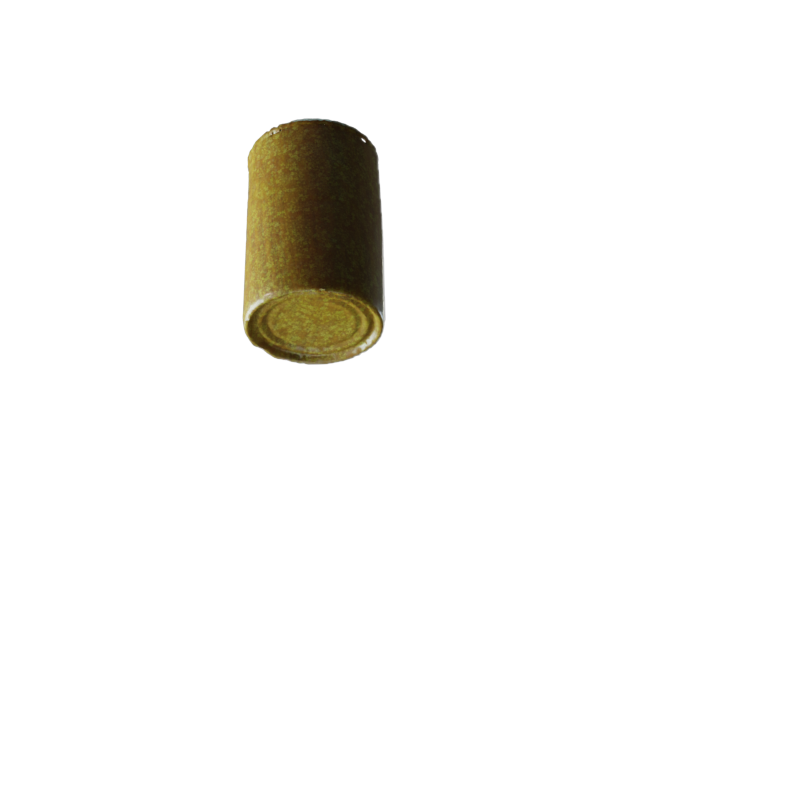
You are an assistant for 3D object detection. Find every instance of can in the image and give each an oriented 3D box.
[{"bbox_3d":[-0.042,-0.077,0.542,0.068,0.109,0.064,-1,-33,-2],"label":"can"}]
